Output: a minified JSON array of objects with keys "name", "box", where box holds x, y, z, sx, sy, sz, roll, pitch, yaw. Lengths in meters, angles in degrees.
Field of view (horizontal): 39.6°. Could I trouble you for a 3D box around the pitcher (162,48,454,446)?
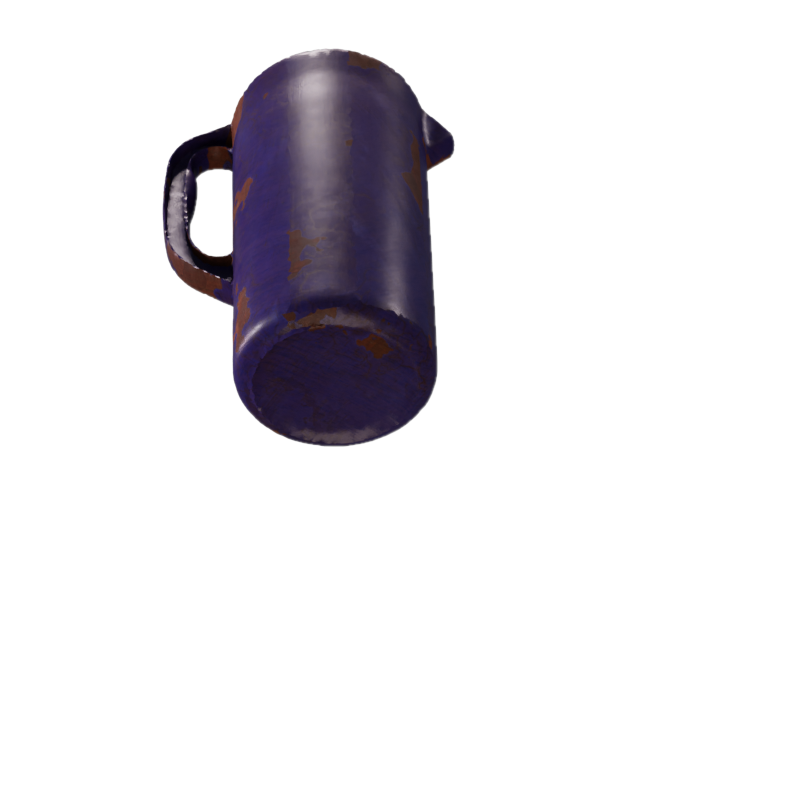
[{"name":"pitcher","box":[-0.052,-0.095,0.667,0.148,0.261,0.136,-37,-55,27]}]
